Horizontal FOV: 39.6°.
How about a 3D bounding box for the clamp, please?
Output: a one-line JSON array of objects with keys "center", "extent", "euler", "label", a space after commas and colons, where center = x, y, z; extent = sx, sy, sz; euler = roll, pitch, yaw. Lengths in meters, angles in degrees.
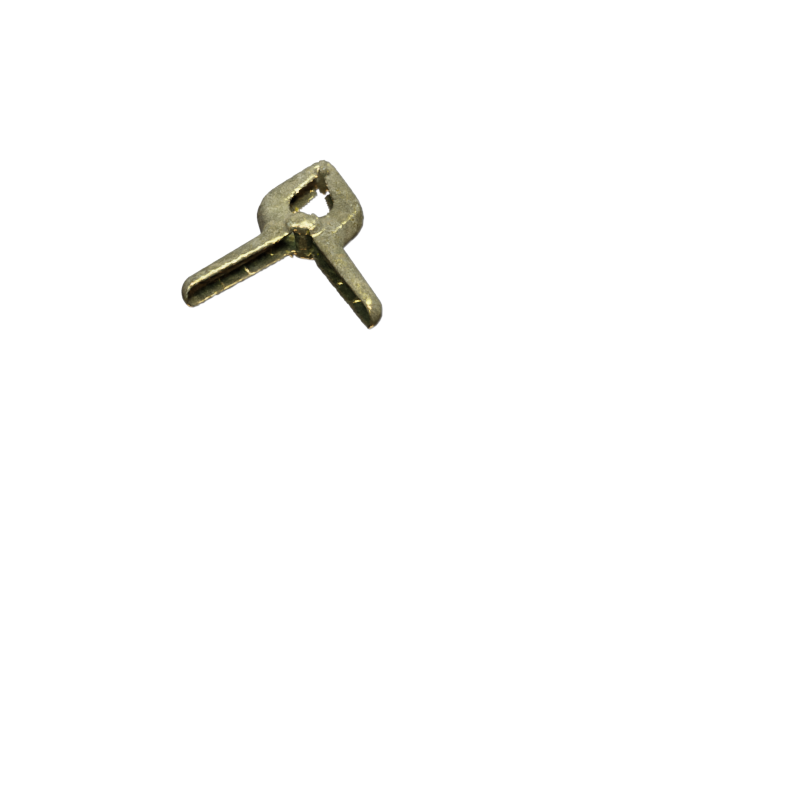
[{"center": [-0.075, -0.136, 0.956], "extent": [0.168, 0.034, 0.220], "euler": [11, 44, 12], "label": "clamp"}]
